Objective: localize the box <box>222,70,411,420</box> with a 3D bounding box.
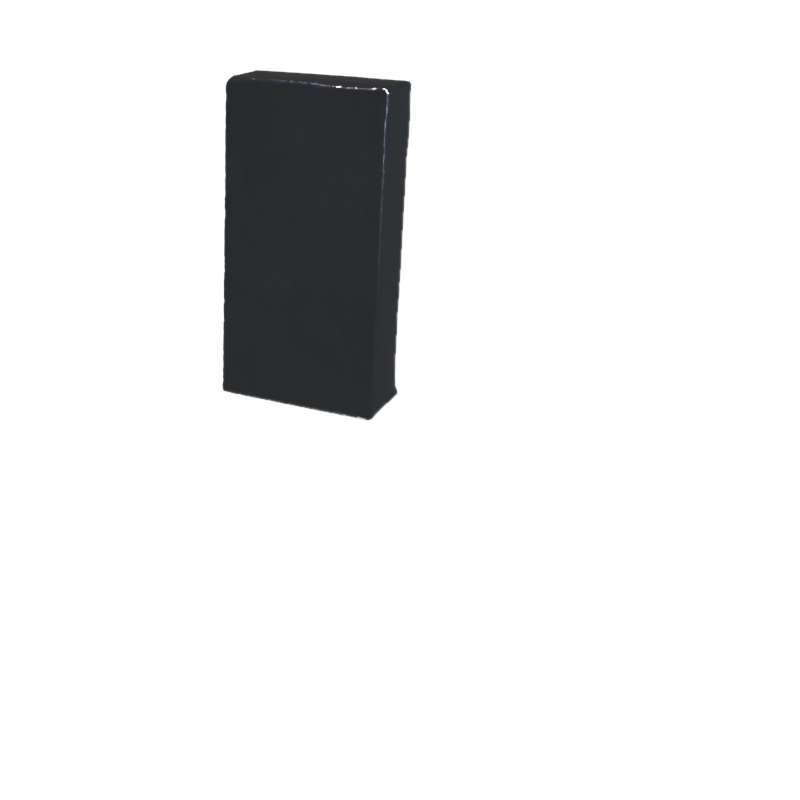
[{"bbox_3d":[-0.047,-0.085,0.595,0.096,0.169,0.048,9,18,22],"label":"box"}]
